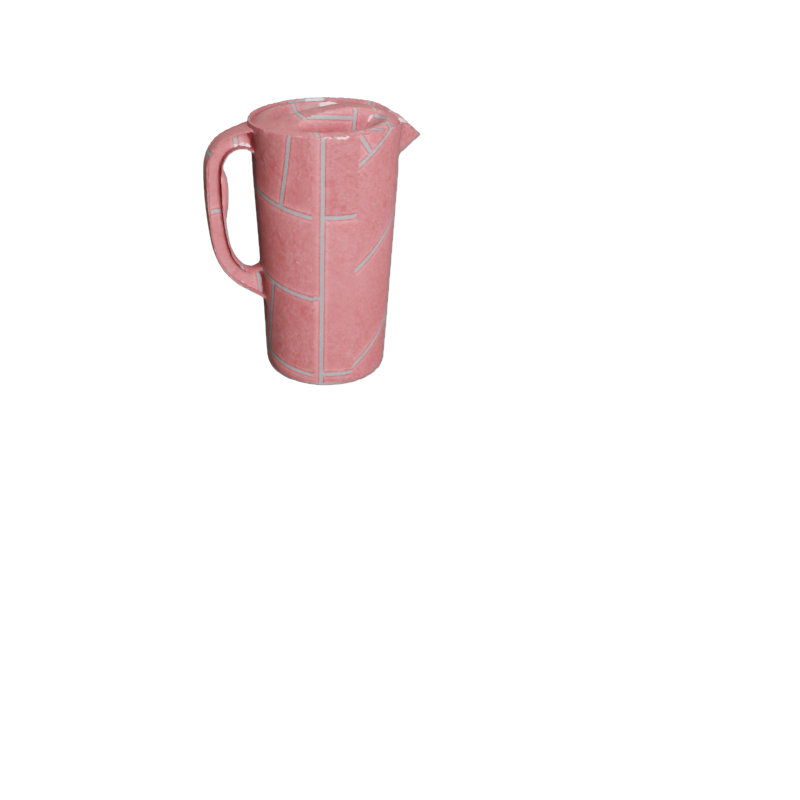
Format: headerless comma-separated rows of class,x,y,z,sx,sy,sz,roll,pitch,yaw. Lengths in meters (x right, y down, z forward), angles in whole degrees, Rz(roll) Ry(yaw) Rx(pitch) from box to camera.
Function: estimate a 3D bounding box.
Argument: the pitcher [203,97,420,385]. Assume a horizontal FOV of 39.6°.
pitcher,-0.077,-0.140,0.983,0.156,0.231,0.146,14,27,27
